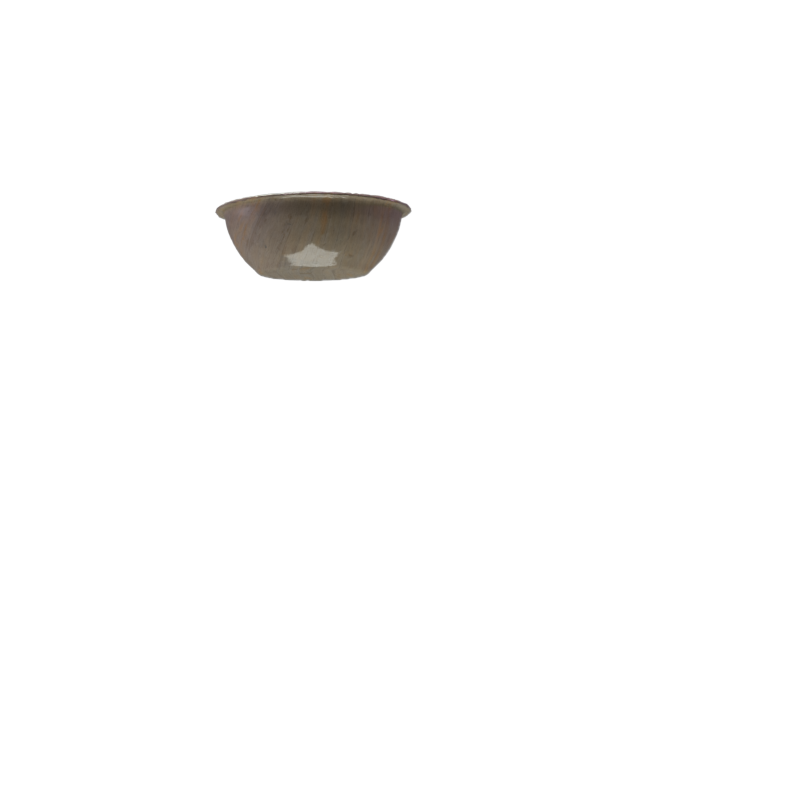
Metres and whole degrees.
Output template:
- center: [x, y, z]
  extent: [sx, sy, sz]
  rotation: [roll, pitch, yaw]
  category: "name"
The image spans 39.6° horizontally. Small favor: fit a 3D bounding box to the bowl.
- center: [-0.072, -0.131, 0.915]
  extent: [0.162, 0.056, 0.160]
  rotation: [0, -2, -2]
  category: "bowl"
